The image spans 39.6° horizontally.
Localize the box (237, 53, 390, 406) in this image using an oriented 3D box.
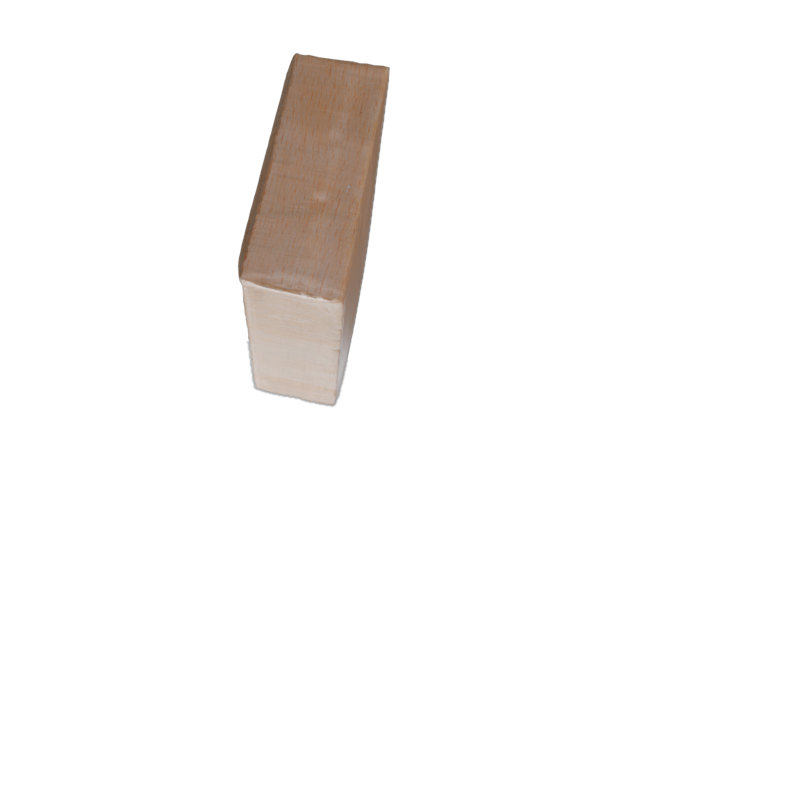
[{"bbox_3d":[-0.059,-0.108,0.759,0.072,0.172,0.204,10,-20,-1],"label":"box"}]
